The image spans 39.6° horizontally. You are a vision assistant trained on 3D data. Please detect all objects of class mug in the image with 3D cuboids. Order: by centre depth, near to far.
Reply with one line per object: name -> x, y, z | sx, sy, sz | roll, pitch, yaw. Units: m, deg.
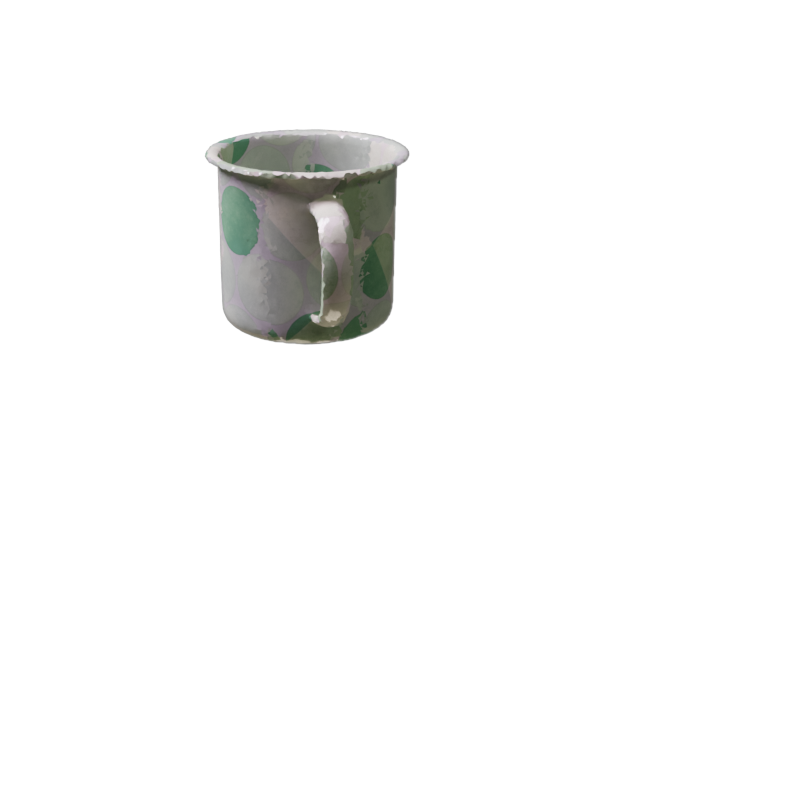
mug -> -0.040, -0.072, 0.507 | 0.092, 0.078, 0.125 | -6, 24, -15
